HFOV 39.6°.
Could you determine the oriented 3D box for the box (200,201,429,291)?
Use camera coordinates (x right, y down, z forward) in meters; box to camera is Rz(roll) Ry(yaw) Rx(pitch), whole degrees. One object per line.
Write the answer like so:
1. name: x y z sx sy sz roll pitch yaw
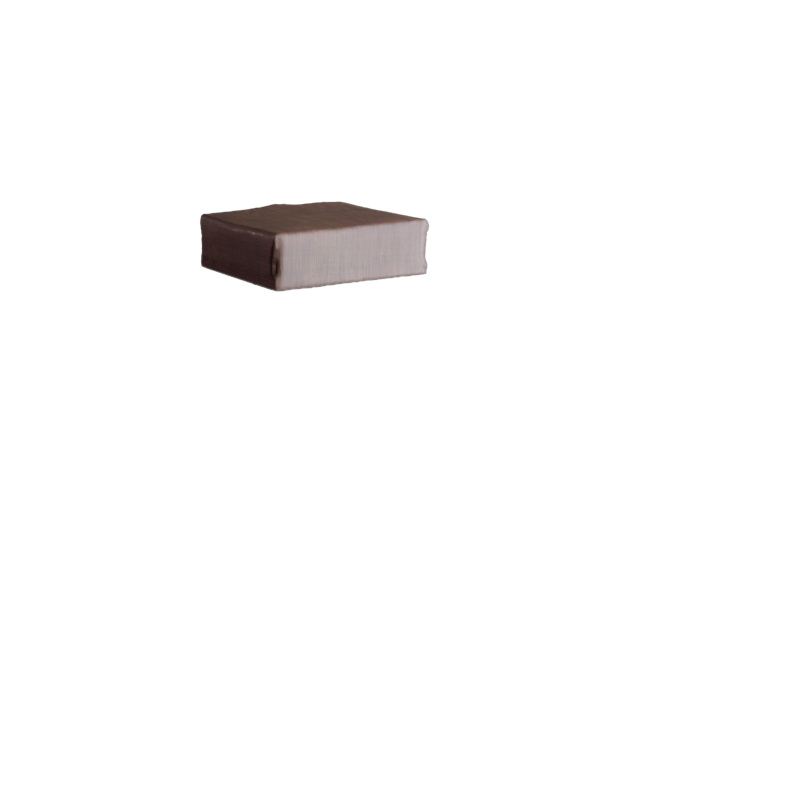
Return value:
1. box: -0.042 -0.077 0.542 0.087 0.029 0.077 -12 20 -33
